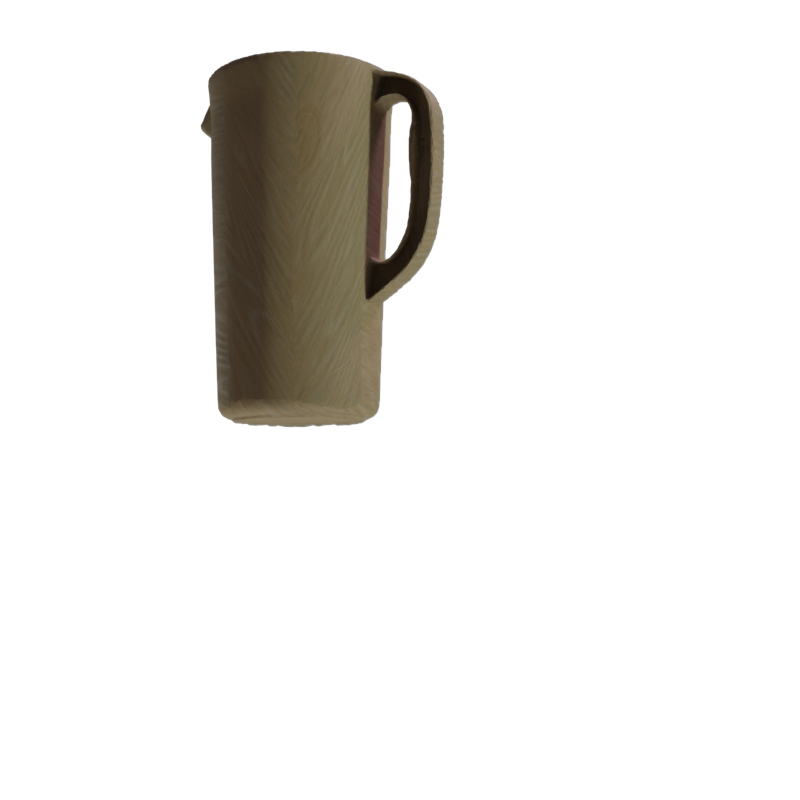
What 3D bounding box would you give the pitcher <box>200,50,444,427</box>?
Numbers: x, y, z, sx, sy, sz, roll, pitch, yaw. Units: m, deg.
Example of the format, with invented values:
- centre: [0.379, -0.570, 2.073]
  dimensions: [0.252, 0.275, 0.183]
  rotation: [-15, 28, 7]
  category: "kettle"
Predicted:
- centre: [-0.059, -0.108, 0.755]
  dimensions: [0.141, 0.250, 0.149]
  rotation: [3, -12, -18]
  category: "pitcher"
